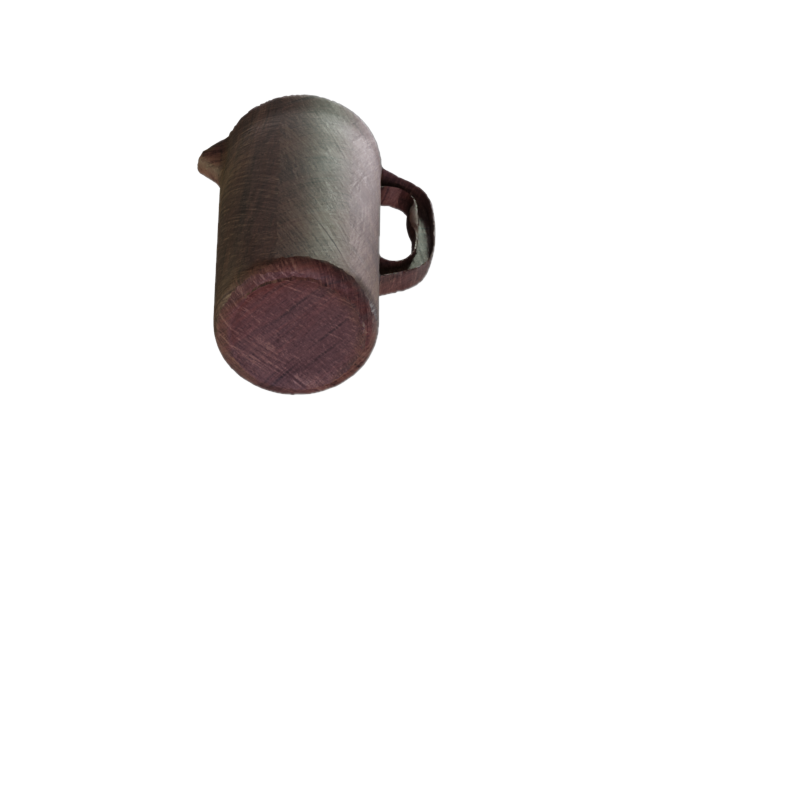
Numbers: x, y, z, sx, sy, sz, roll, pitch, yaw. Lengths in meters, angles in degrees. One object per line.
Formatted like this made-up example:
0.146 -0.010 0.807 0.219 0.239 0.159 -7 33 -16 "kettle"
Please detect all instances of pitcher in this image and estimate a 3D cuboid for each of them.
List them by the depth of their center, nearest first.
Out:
-0.064 -0.116 0.813 0.149 0.135 0.260 -28 33 16 "pitcher"
